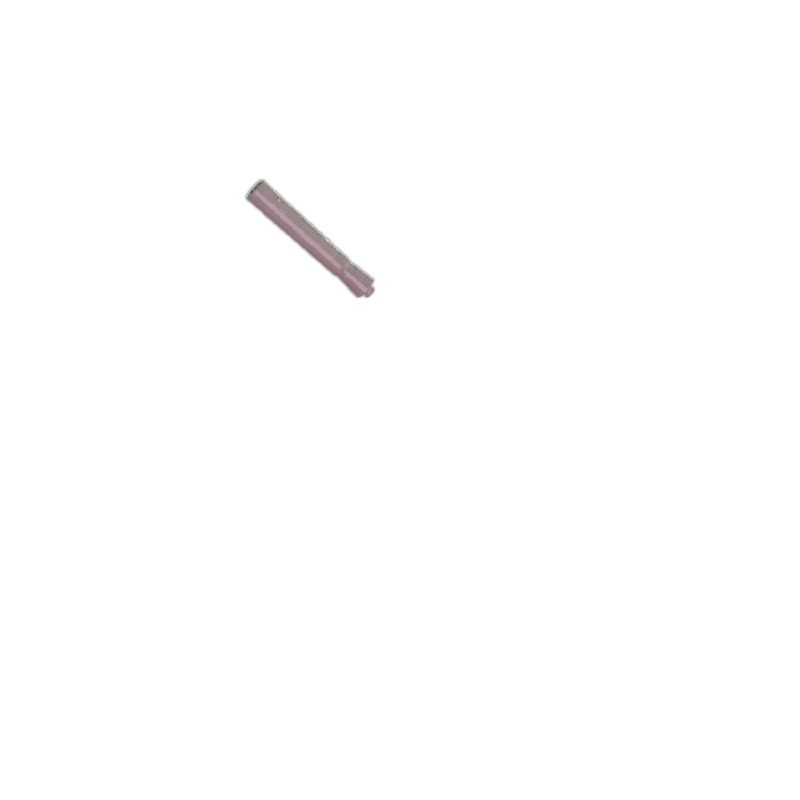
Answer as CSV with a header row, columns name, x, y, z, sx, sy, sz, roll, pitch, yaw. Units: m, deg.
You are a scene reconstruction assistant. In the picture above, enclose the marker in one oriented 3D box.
name,x,y,z,sx,sy,sz,roll,pitch,yaw
marker,-0.065,-0.119,0.835,0.117,0.020,0.020,41,-8,-12
